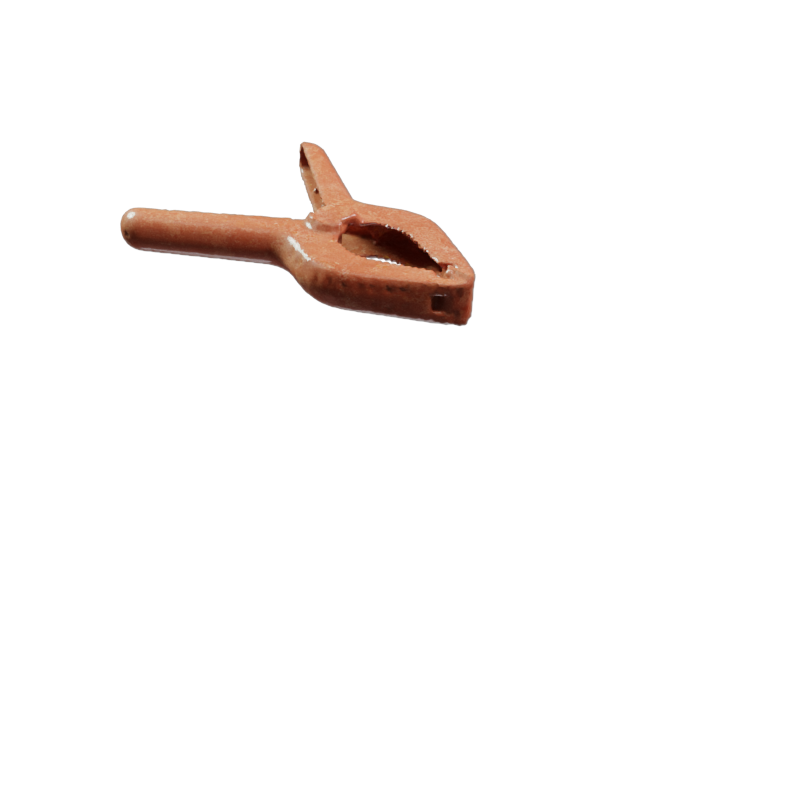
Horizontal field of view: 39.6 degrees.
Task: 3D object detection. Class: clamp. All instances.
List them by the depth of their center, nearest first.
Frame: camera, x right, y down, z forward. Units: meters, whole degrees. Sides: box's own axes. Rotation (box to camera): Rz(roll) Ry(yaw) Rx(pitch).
[{"bbox_3d":[-0.051,-0.093,0.649,0.163,0.034,0.225,-26,42,-33],"label":"clamp"}]
